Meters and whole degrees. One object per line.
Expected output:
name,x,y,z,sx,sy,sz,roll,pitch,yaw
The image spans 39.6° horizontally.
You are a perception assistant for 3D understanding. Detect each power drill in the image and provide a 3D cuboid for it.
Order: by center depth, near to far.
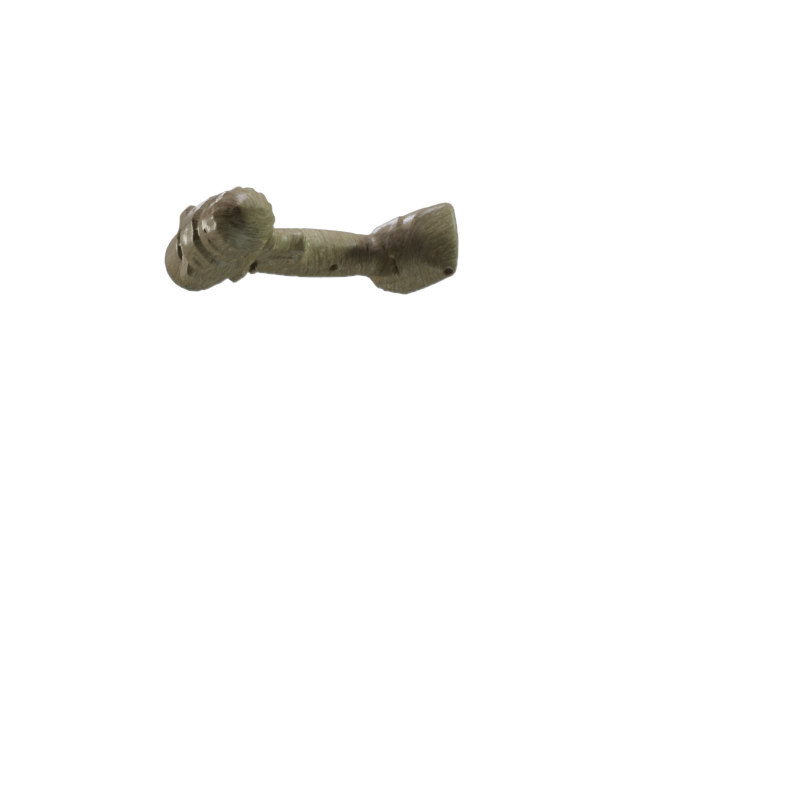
power drill,-0.060,-0.109,0.760,0.183,0.058,0.187,1,-2,-20
